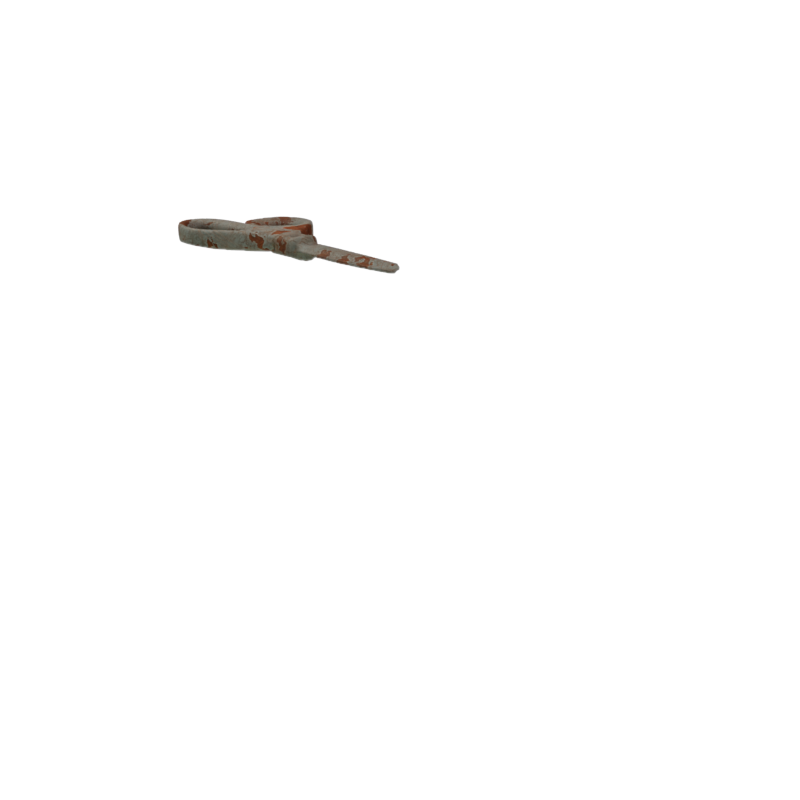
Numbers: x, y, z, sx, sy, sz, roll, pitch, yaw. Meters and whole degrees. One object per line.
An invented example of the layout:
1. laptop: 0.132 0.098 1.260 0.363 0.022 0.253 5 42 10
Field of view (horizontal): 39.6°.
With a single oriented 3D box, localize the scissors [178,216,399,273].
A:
1. scissors: -0.053 -0.097 0.682 0.212 0.015 0.094 14 21 39
